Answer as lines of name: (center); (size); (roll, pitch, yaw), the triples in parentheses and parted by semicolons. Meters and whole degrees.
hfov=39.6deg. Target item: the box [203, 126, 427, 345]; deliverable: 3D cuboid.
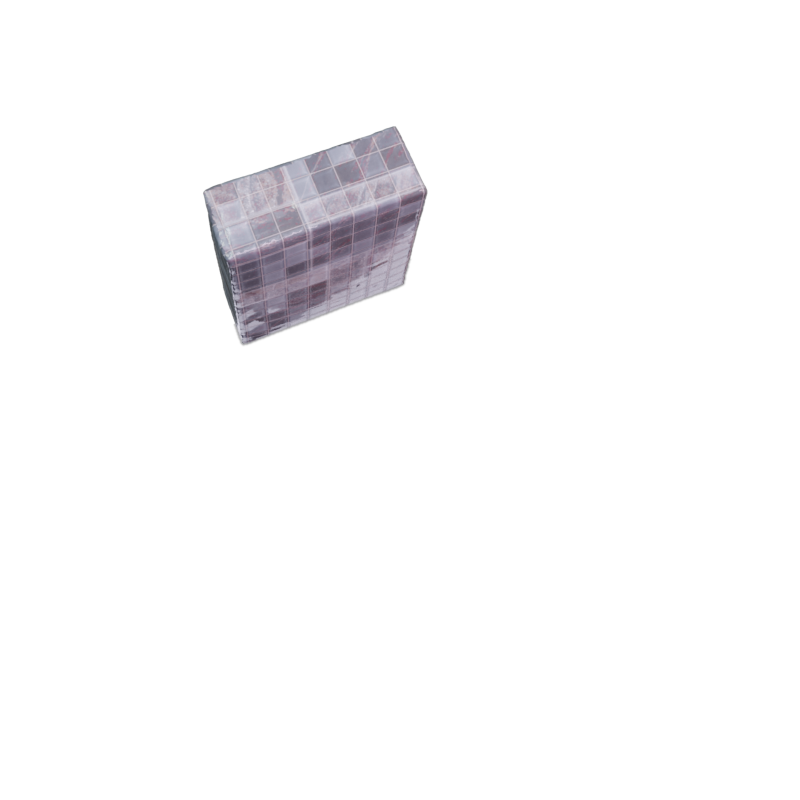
box: (-0.073, -0.134, 0.936); (0.163, 0.075, 0.205); (-21, -14, -9)
